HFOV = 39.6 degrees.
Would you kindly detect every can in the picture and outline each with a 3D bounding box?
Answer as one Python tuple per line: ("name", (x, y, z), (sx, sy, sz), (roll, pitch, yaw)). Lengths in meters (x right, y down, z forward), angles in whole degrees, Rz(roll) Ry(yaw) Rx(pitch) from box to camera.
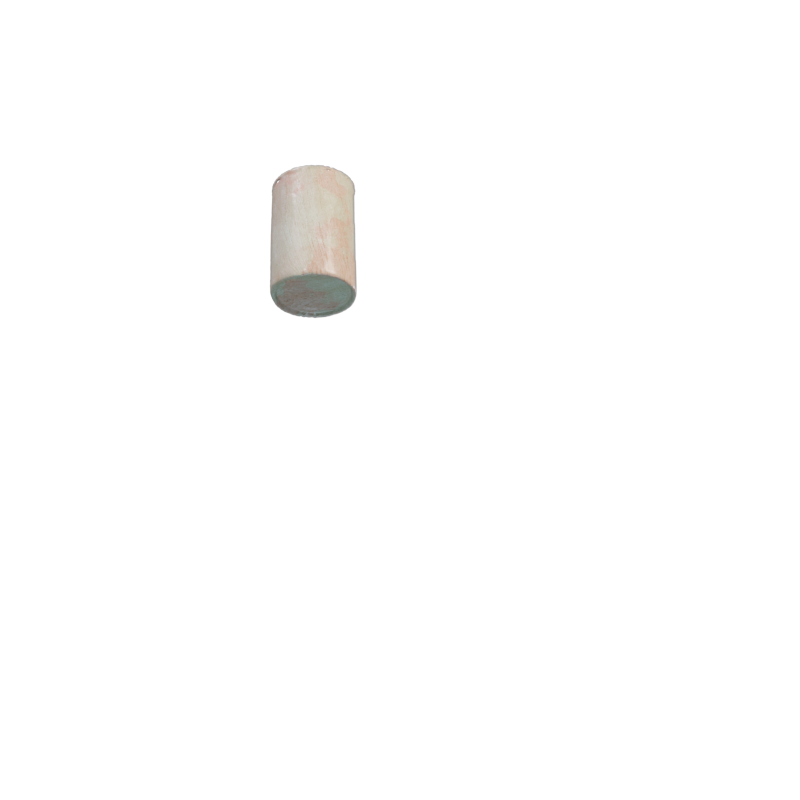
("can", (-0.068, -0.125, 0.873), (0.068, 0.109, 0.064), (-1, -31, -2))
